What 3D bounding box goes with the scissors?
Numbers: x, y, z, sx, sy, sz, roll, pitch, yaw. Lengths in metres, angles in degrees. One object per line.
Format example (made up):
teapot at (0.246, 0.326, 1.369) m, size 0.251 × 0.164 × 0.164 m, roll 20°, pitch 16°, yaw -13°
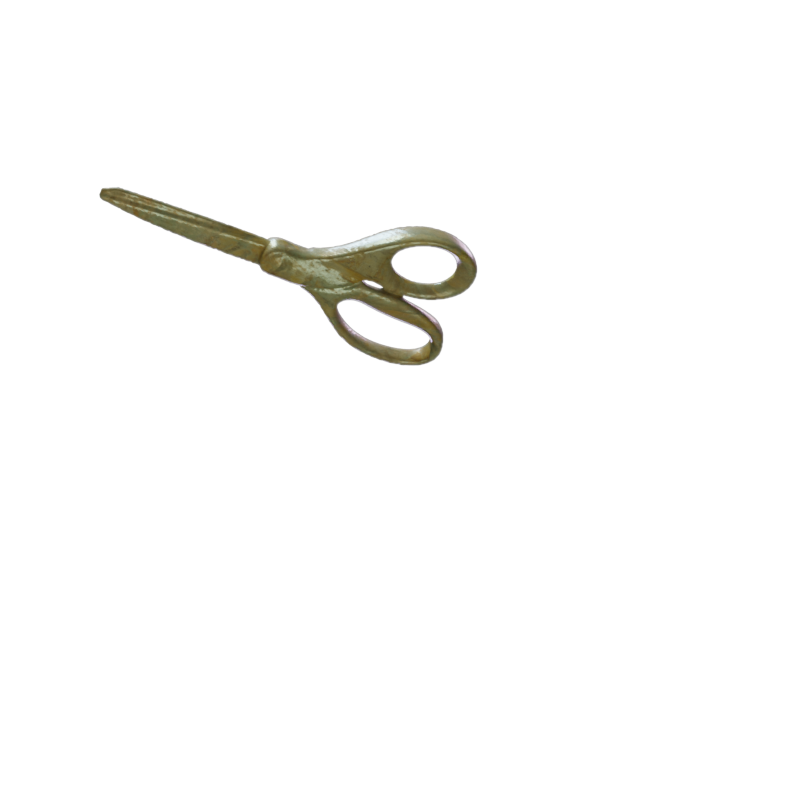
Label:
scissors at (-0.045, -0.081, 0.570) m, size 0.191 × 0.017 × 0.095 m, roll 33°, pitch -58°, yaw -24°
